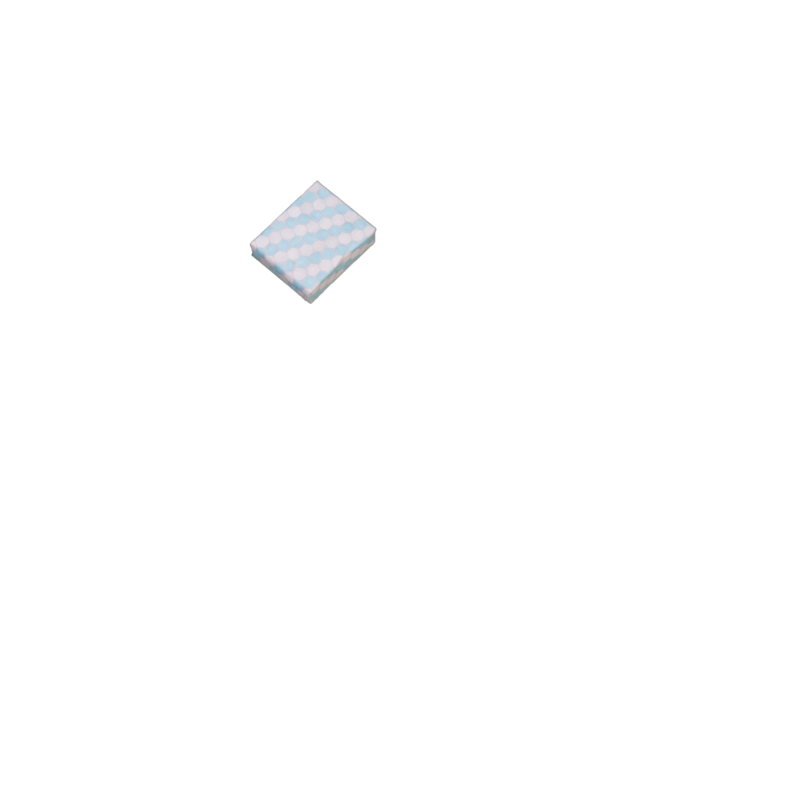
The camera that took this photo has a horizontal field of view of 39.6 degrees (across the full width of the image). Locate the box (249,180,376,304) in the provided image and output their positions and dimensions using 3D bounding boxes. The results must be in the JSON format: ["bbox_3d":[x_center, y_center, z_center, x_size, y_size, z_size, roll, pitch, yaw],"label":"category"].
[{"bbox_3d":[-0.077,-0.140,0.978,0.076,0.090,0.028,39,-20,17],"label":"box"}]
